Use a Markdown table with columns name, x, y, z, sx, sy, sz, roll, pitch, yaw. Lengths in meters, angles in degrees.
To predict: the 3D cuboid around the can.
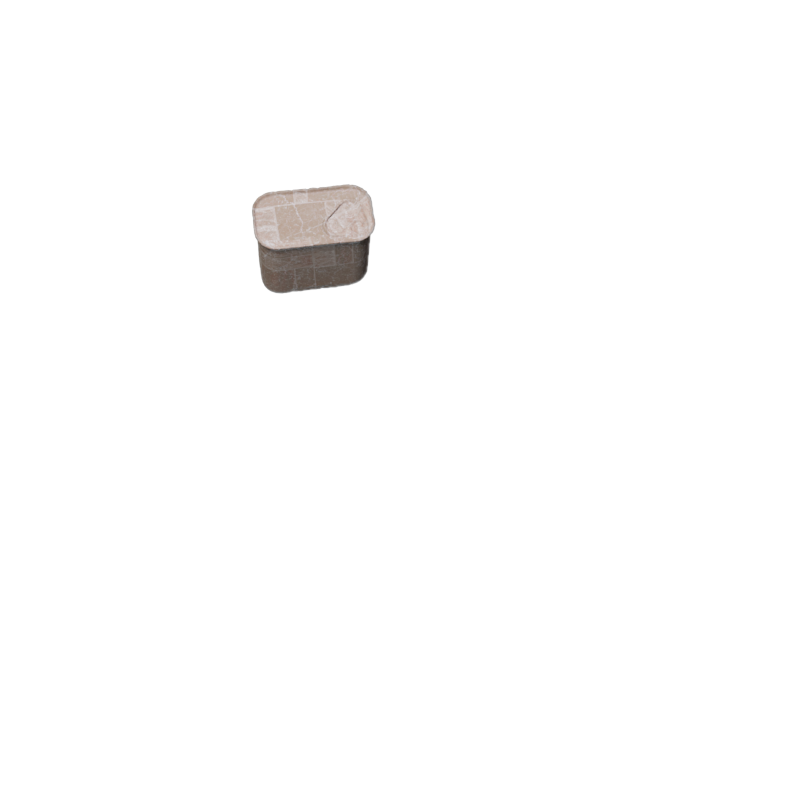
| name | x | y | z | sx | sy | sz | roll | pitch | yaw |
| --- | --- | --- | --- | --- | --- | --- | --- | --- | --- |
| can | -0.075 | -0.138 | 0.964 | 0.101 | 0.061 | 0.079 | -6 | -27 | -5 |
